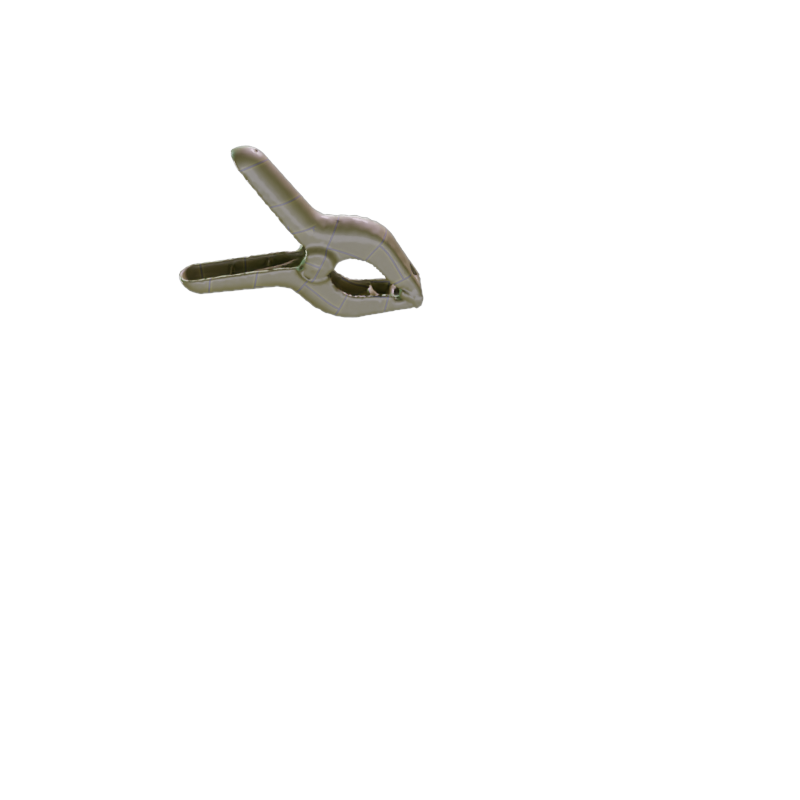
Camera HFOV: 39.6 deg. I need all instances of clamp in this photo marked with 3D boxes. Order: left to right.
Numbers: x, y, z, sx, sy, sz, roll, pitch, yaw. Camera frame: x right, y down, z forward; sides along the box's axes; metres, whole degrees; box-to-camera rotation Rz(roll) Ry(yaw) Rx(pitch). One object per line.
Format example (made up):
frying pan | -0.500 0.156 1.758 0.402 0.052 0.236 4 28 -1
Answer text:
clamp | -0.060 -0.110 0.771 0.169 0.114 0.042 11 41 -10
